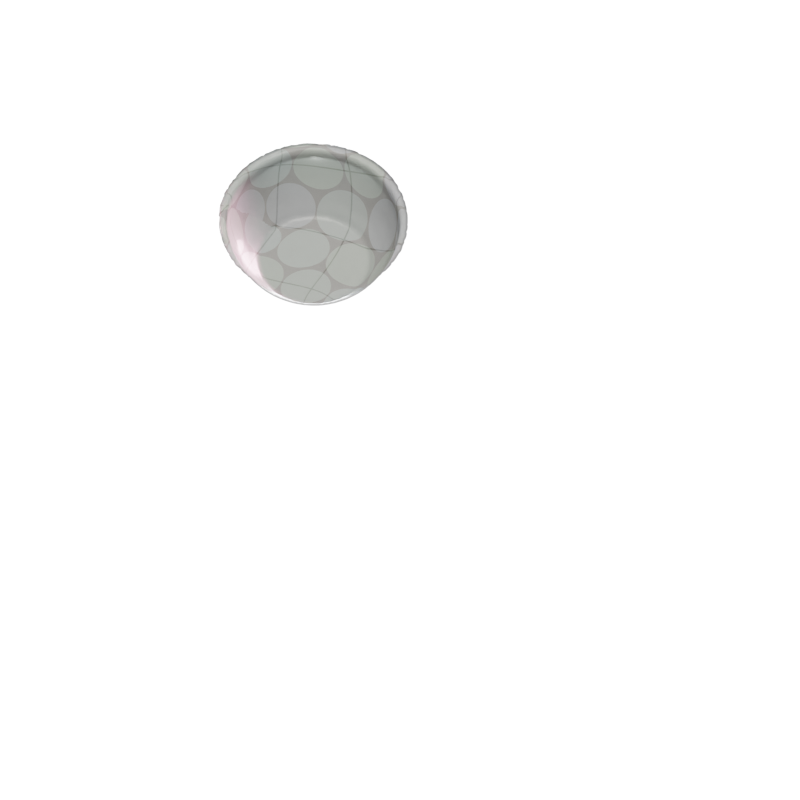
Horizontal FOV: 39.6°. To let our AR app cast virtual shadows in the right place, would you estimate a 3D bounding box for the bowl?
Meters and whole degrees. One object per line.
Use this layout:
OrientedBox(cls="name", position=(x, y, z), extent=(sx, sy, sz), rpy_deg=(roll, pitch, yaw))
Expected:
OrientedBox(cls="bowl", position=(-0.072, -0.132, 0.926), extent=(0.162, 0.151, 0.059), rpy_deg=(1, 40, -1))
